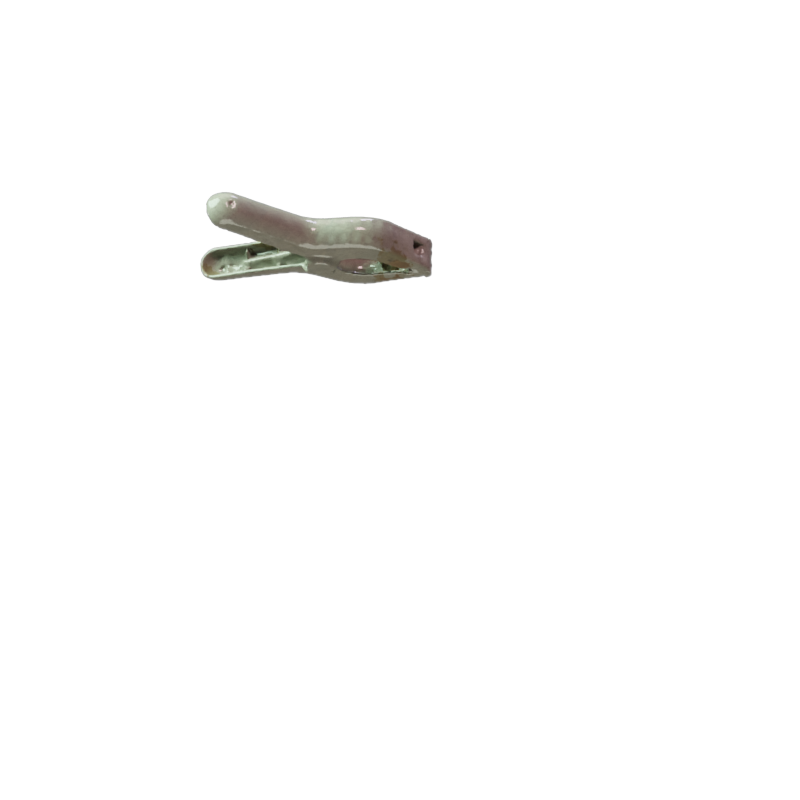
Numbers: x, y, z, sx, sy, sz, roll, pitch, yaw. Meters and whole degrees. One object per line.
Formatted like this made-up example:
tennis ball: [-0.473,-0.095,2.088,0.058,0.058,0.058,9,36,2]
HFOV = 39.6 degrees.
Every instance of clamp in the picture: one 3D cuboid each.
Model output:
clamp: [-0.061,-0.111,0.781,0.171,0.040,0.116,0,-10,0]
